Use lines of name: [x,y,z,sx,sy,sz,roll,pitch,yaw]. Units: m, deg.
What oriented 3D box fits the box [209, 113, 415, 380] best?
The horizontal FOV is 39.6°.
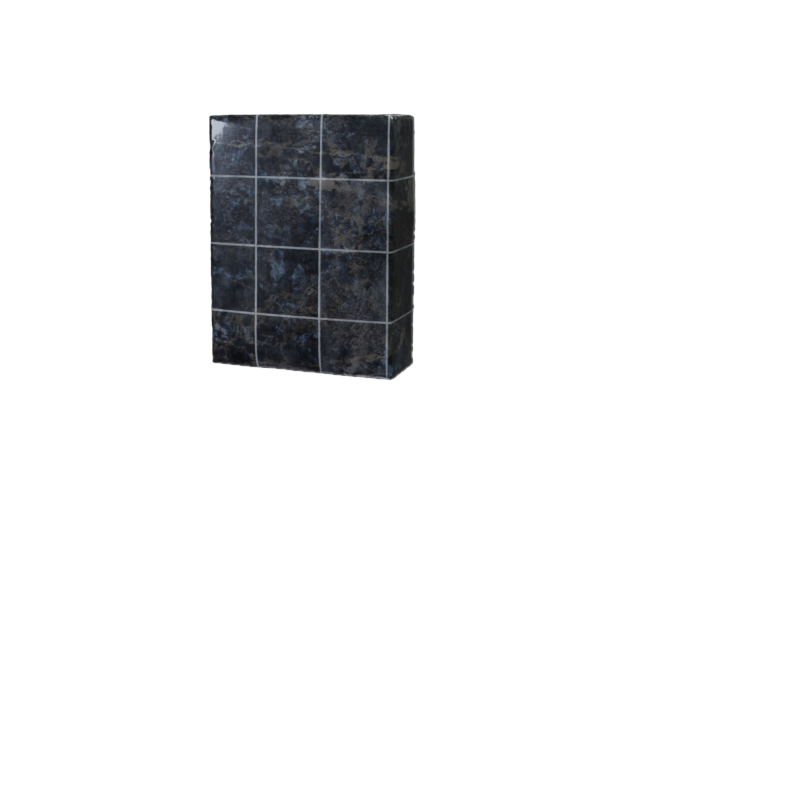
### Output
box: [-0.073,-0.133,0.934,0.169,0.210,0.071,4,8,20]
